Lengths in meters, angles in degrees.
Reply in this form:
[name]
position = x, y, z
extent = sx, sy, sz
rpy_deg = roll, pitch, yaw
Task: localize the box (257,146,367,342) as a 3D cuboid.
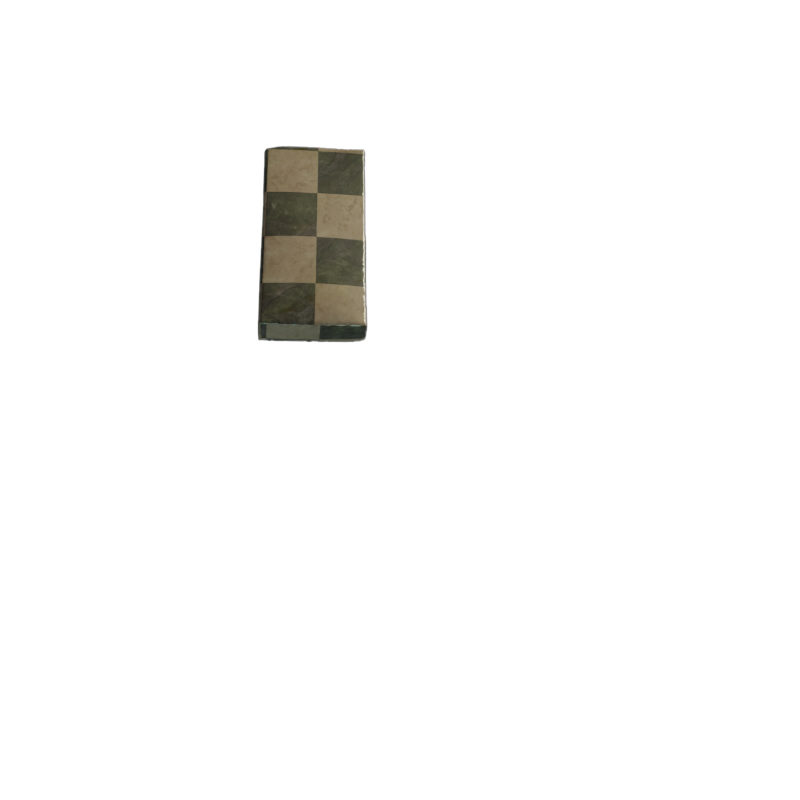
[box]
position = -0.076, -0.139, 0.971
extent = 0.093, 0.186, 0.046
rpy_deg = 0, -24, -4
